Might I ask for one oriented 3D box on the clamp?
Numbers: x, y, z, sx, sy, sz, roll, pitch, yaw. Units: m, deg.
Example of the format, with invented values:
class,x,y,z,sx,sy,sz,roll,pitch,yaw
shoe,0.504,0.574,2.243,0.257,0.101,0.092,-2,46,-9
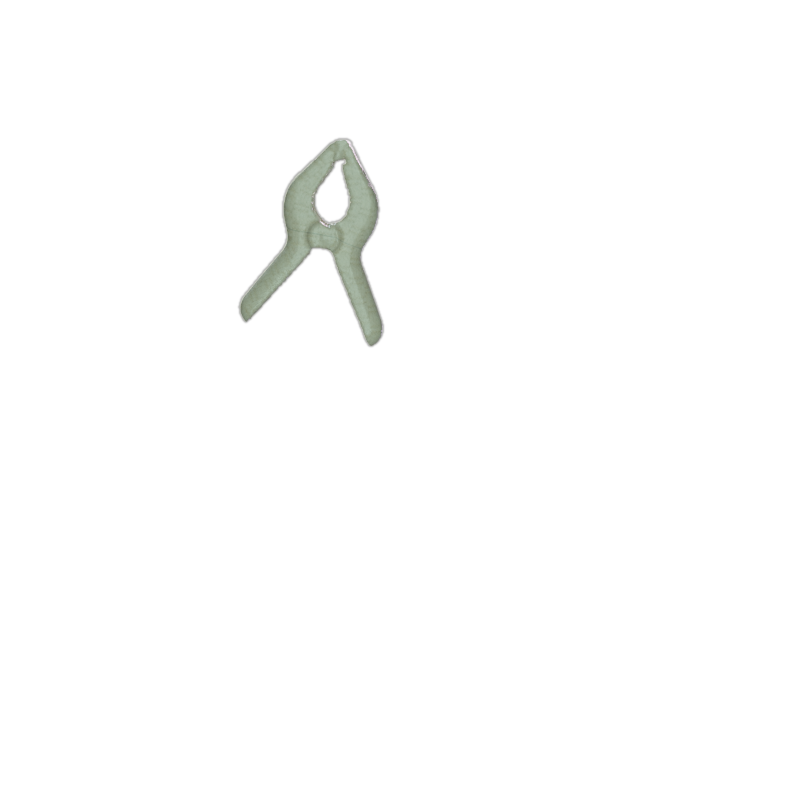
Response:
class,x,y,z,sx,sy,sz,roll,pitch,yaw
clamp,-0.072,-0.131,0.921,0.120,0.170,0.039,2,3,-1
